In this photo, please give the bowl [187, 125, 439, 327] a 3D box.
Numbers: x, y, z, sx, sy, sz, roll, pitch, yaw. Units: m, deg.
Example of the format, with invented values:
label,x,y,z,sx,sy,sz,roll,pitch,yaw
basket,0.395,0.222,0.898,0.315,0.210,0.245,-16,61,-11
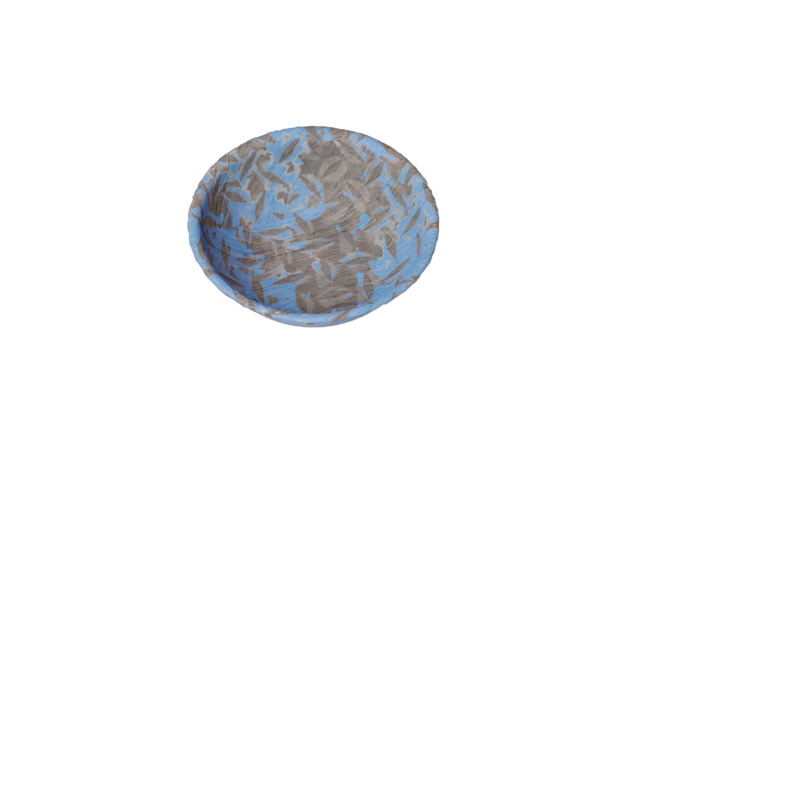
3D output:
label,x,y,z,sx,sy,sz,roll,pitch,yaw
bowl,-0.057,-0.104,0.730,0.162,0.174,0.051,-1,-35,-1
